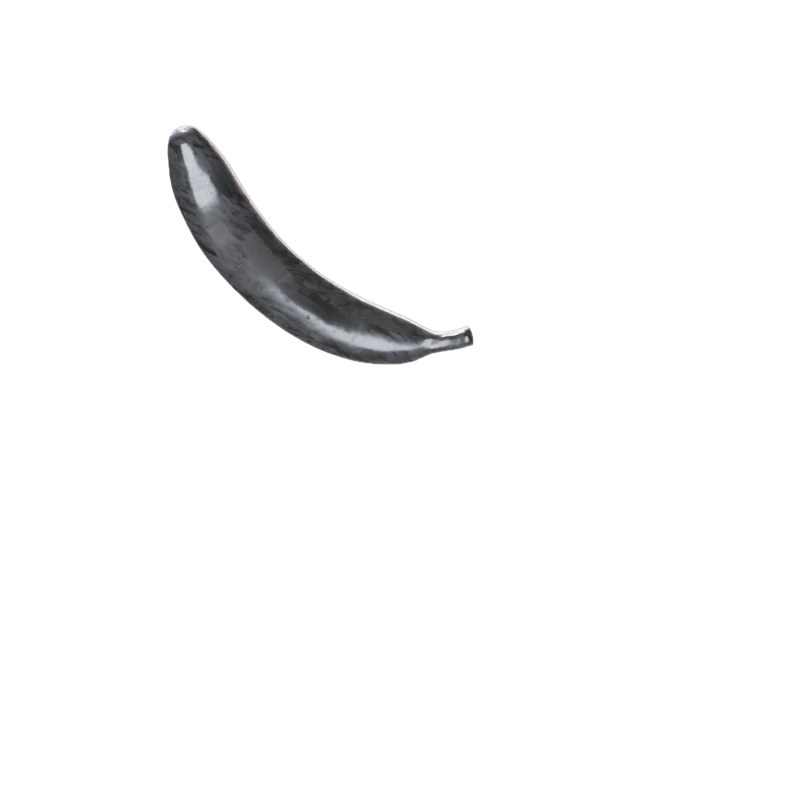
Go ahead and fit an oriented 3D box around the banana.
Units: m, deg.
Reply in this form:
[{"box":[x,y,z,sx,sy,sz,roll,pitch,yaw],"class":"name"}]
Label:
[{"box":[-0.055,-0.070,0.590,0.189,0.068,0.039,33,28,-20],"class":"banana"}]
